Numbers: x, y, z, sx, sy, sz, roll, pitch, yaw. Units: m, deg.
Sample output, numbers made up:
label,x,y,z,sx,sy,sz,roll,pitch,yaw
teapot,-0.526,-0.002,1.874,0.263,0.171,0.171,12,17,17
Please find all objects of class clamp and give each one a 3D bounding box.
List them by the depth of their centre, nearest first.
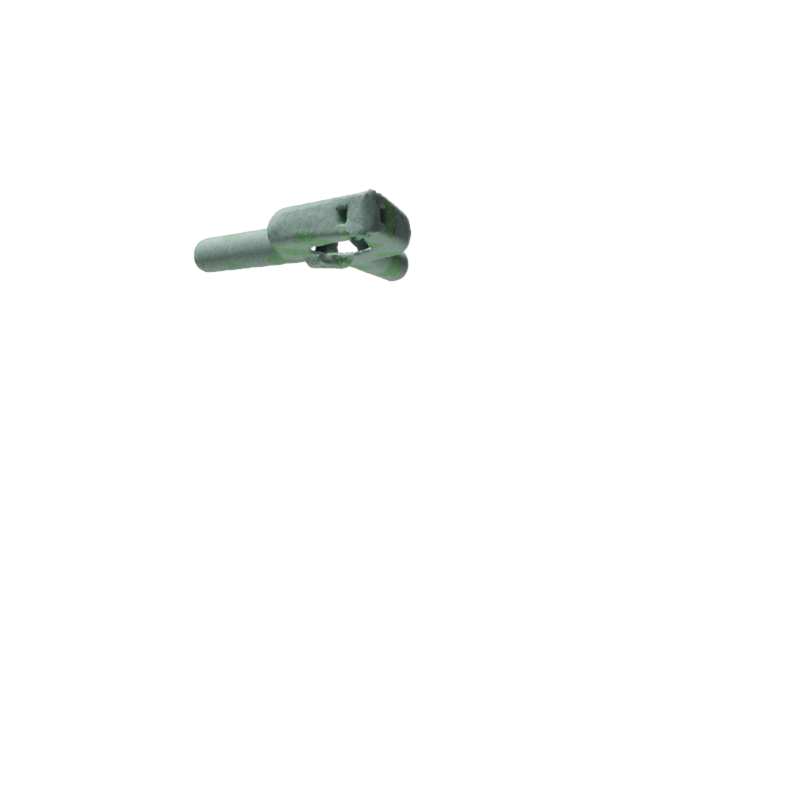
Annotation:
label,x,y,z,sx,sy,sz,roll,pitch,yaw
clamp,-0.060,-0.109,0.761,0.163,0.037,0.209,0,-2,-8
